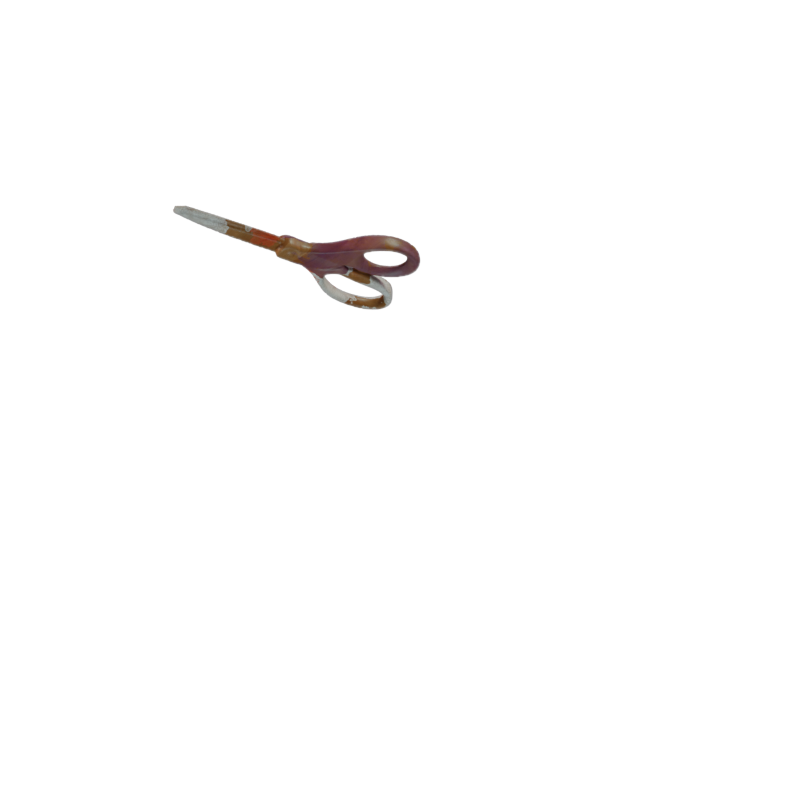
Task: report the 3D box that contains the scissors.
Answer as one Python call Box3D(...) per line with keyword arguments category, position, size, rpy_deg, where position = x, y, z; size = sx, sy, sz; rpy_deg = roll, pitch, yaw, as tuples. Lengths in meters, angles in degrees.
Box3D(category="scissors", position=(-0.066, -0.121, 0.849), size=(0.096, 0.017, 0.189), rpy_deg=(-26, -40, 36))
